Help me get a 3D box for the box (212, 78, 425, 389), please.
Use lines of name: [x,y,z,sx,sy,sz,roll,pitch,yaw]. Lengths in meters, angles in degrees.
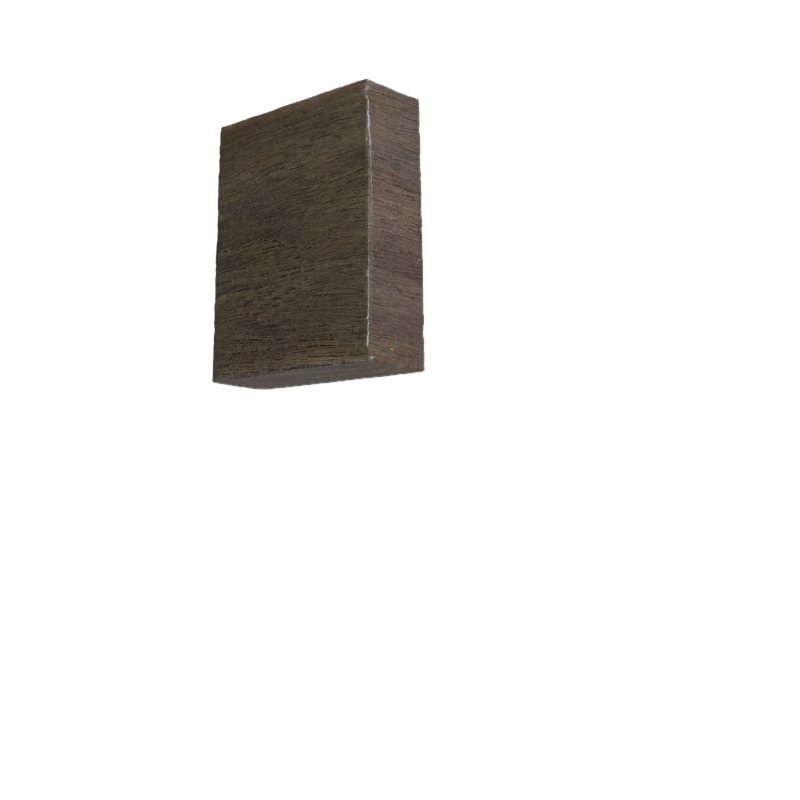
box: [-0.067,-0.122,0.855,0.168,0.221,0.068,-9,-15,39]
